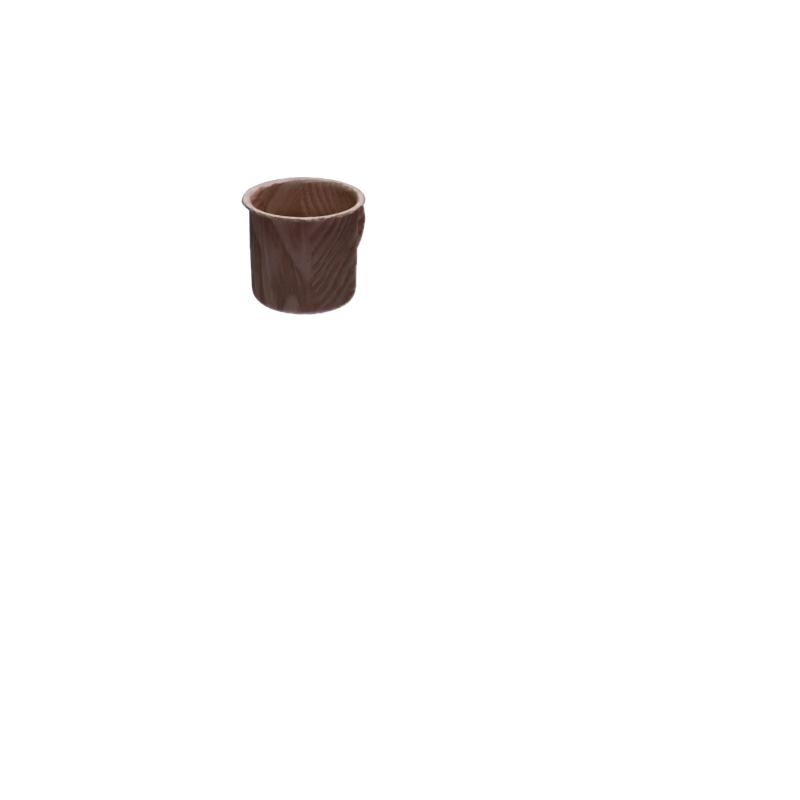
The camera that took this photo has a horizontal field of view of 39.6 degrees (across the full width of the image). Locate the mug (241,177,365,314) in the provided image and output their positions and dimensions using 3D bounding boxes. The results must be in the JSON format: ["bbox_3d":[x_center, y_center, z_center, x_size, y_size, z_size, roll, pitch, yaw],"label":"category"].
[{"bbox_3d":[-0.067,-0.122,0.857,0.098,0.077,0.117,18,32,30],"label":"mug"}]
